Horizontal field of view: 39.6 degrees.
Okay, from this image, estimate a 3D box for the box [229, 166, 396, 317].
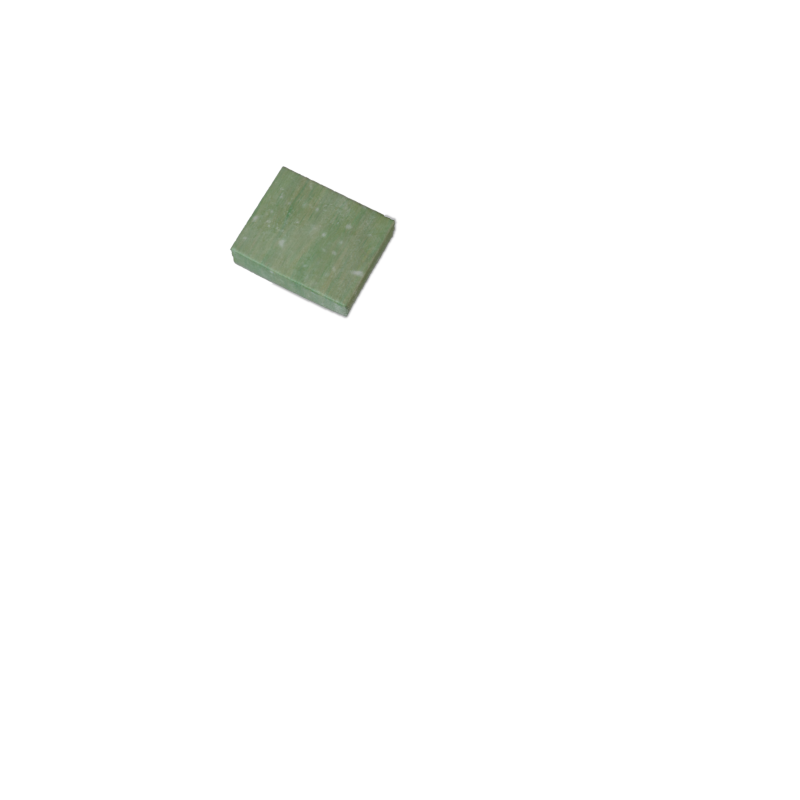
[{"bbox_3d":[-0.074,-0.134,0.938,0.116,0.092,0.037,27,-19,9],"label":"box"}]
